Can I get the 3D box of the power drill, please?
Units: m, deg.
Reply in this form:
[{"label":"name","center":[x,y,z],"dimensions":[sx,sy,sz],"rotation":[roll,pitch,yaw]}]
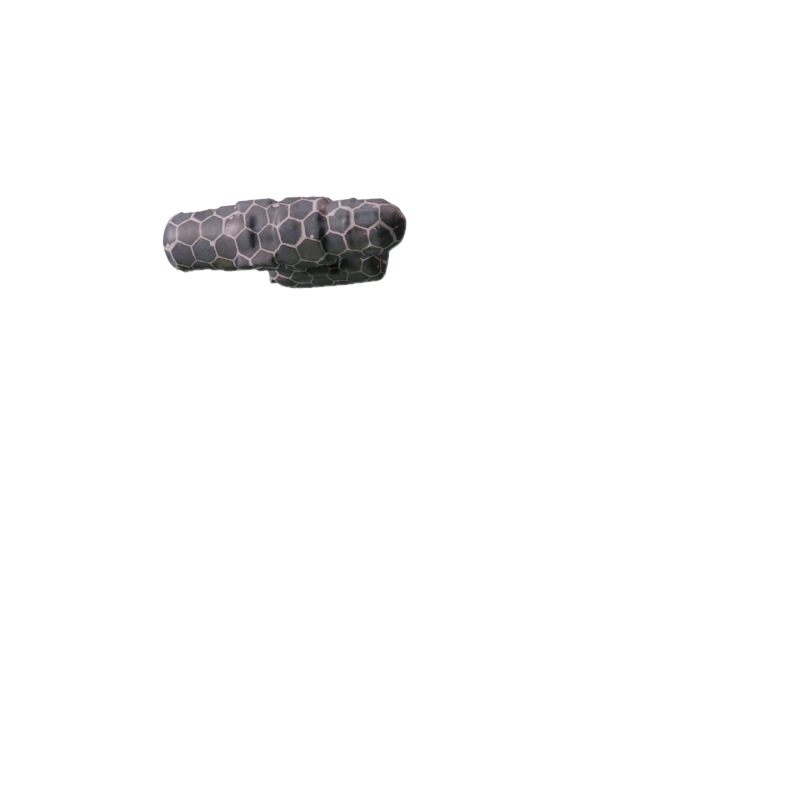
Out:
[{"label":"power drill","center":[-0.068,-0.124,0.871],"dimensions":[0.188,0.058,0.182],"rotation":[0,0,17]}]
